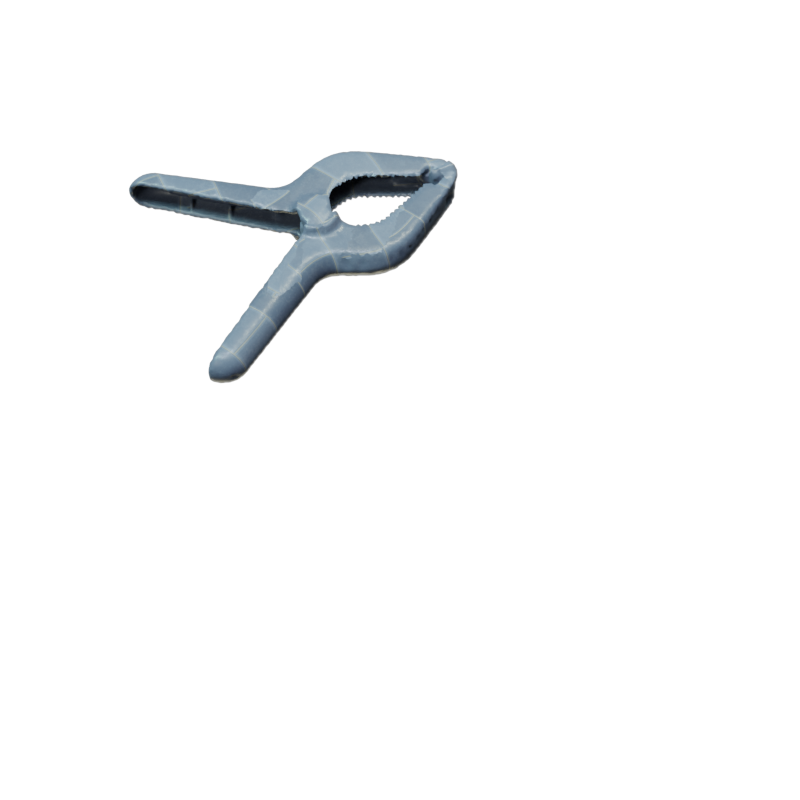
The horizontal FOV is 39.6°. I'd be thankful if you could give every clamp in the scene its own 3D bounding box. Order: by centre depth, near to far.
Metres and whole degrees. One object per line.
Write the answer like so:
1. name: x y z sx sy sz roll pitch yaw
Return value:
1. clamp: -0.056 -0.101 0.710 0.208 0.177 0.034 -15 -32 -10
